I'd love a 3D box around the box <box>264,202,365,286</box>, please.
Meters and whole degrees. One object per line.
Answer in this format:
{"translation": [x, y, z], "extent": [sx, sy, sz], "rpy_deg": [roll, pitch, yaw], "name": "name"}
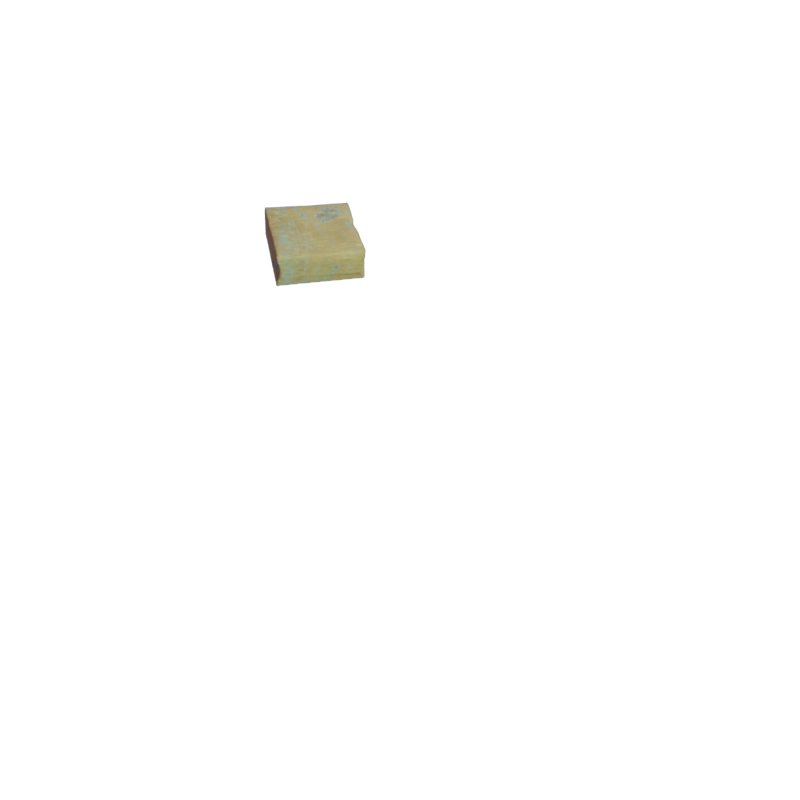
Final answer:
{"translation": [-0.072, -0.132, 0.922], "extent": [0.072, 0.028, 0.096], "rpy_deg": [-5, 35, -8], "name": "box"}
